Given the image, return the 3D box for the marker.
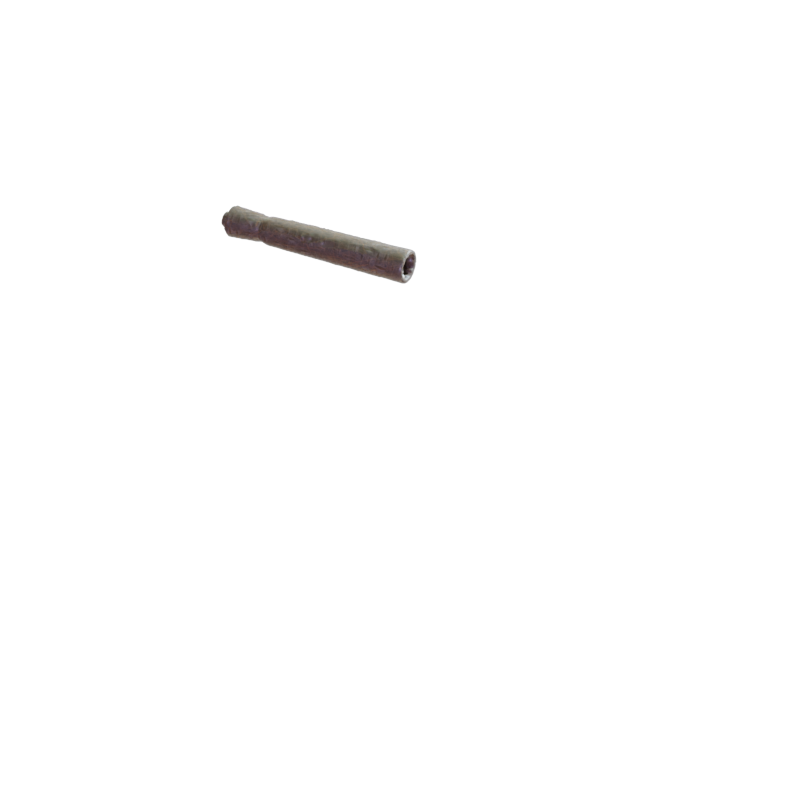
[{"bbox_3d":[-0.049,-0.089,0.625,0.127,0.019,0.019,18,12,27],"label":"marker"}]
